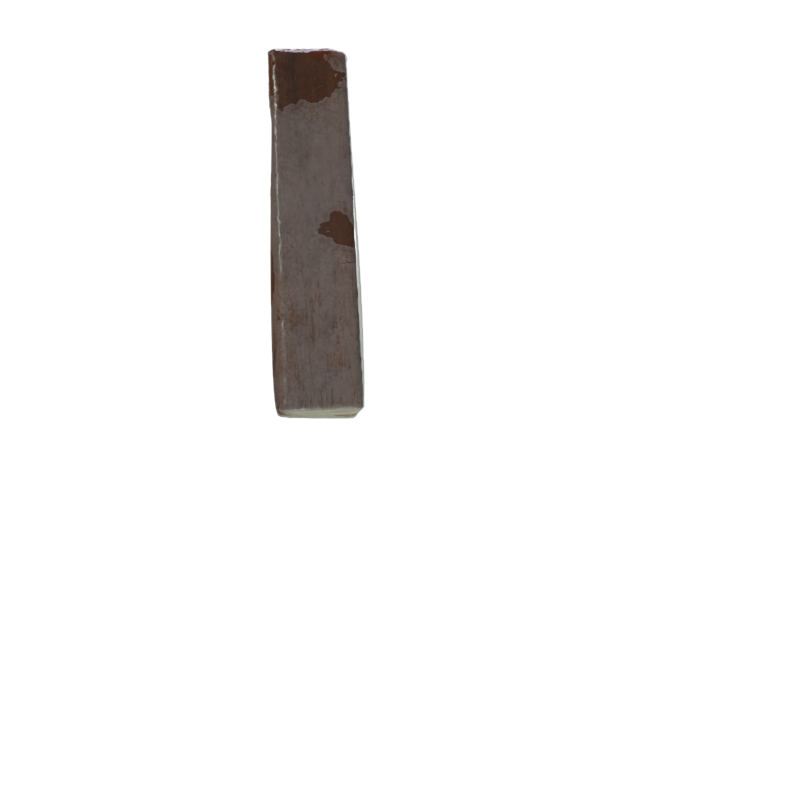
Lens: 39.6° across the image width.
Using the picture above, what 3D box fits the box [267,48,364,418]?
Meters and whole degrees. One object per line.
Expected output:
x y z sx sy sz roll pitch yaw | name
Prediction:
-0.044 -0.081 0.565 0.048 0.181 0.091 0 -10 -5 | box
